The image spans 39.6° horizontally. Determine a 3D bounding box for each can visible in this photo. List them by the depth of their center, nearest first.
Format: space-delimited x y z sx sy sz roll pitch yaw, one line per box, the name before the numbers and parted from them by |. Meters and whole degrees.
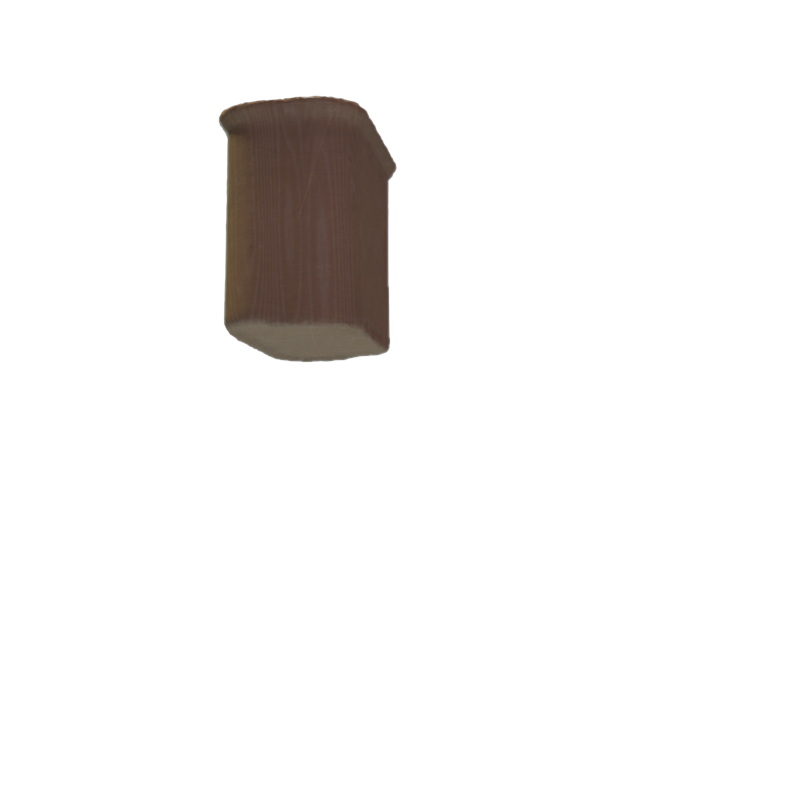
can | -0.035 -0.063 0.441 0.058 0.086 0.098 -3 -9 10
